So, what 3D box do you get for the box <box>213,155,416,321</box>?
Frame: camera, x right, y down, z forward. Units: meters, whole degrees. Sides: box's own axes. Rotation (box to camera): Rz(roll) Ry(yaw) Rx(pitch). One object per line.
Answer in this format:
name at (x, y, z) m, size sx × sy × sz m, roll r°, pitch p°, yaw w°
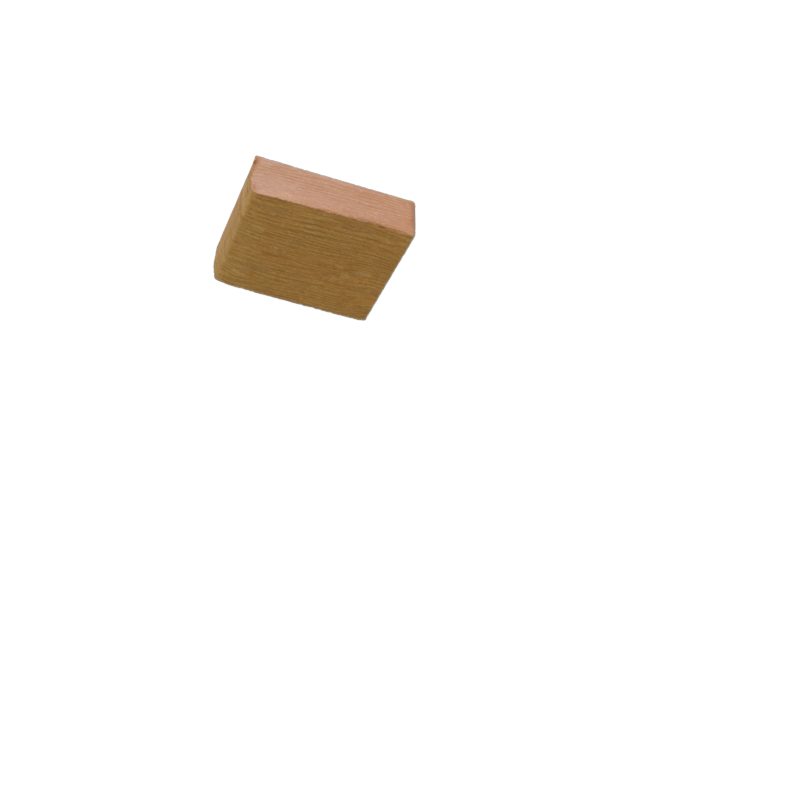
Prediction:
box at (-0.057, -0.104, 0.730) m, size 0.110 × 0.042 × 0.086 m, roll 14°, pitch -43°, yaw -16°
